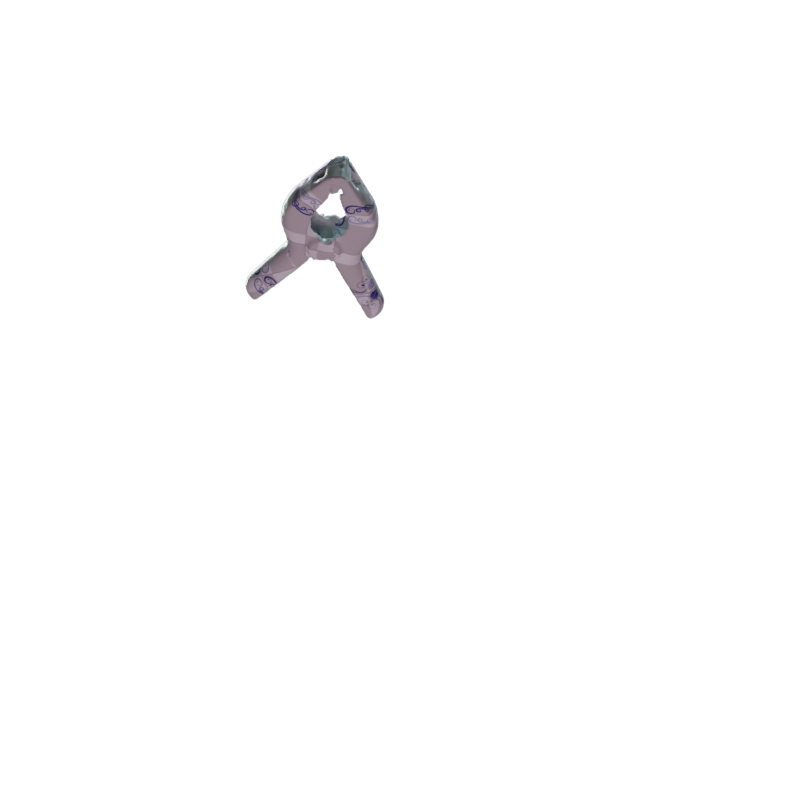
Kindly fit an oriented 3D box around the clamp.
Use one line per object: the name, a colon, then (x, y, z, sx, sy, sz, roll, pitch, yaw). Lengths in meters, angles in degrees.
clamp: (-0.072, -0.131, 0.919, 0.120, 0.042, 0.160, 0, -43, -1)
